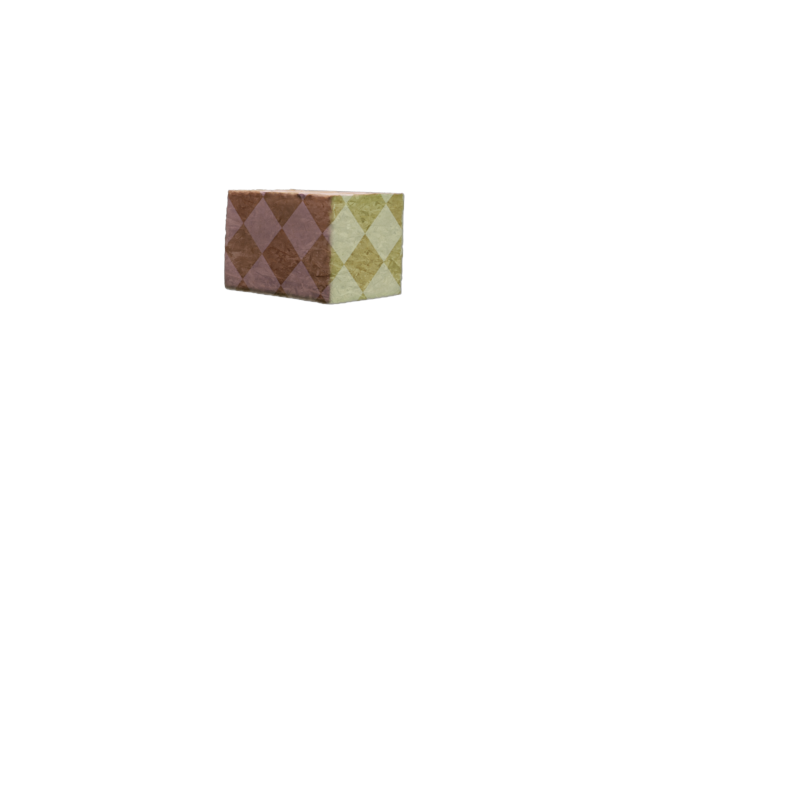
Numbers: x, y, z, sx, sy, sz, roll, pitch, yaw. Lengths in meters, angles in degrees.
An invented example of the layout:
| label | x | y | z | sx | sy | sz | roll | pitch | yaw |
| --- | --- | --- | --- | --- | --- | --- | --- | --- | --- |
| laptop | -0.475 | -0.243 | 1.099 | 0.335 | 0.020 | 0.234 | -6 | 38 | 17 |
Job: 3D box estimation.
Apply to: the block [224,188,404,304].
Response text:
| label | x | y | z | sx | sy | sz | roll | pitch | yaw |
| --- | --- | --- | --- | --- | --- | --- | --- | --- | --- |
| block | -0.043 | -0.079 | 0.550 | 0.082 | 0.050 | 0.051 | 10 | 13 | 42 |
